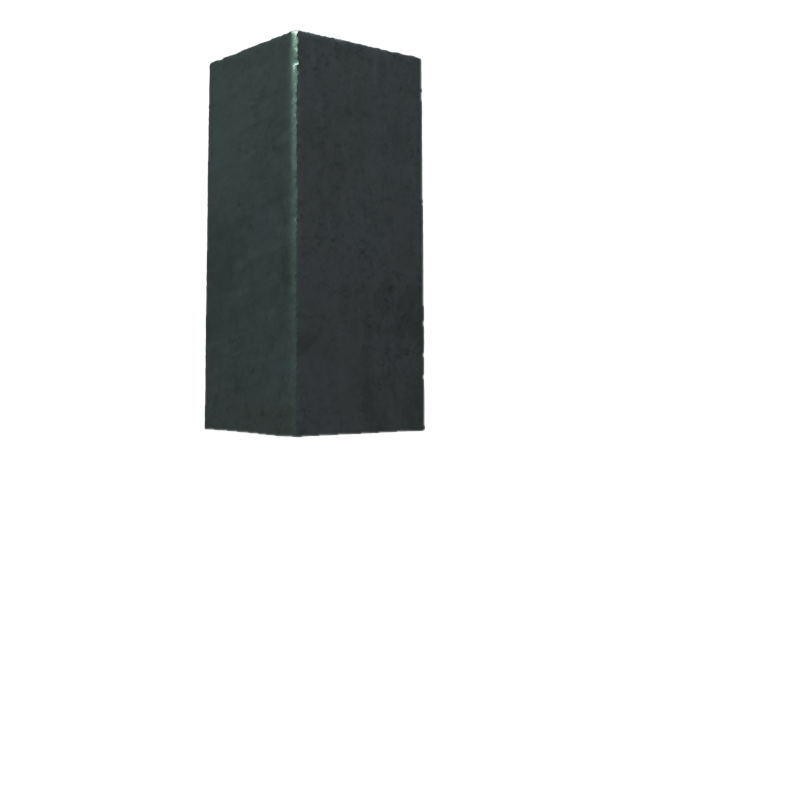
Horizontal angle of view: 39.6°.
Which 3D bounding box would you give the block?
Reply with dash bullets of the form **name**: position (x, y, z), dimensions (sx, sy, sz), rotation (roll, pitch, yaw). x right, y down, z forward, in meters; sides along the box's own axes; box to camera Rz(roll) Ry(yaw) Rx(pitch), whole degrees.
- **block**: position (-0.048, -0.088, 0.615), dimensions (0.087, 0.209, 0.093), rotation (4, -6, -39)
